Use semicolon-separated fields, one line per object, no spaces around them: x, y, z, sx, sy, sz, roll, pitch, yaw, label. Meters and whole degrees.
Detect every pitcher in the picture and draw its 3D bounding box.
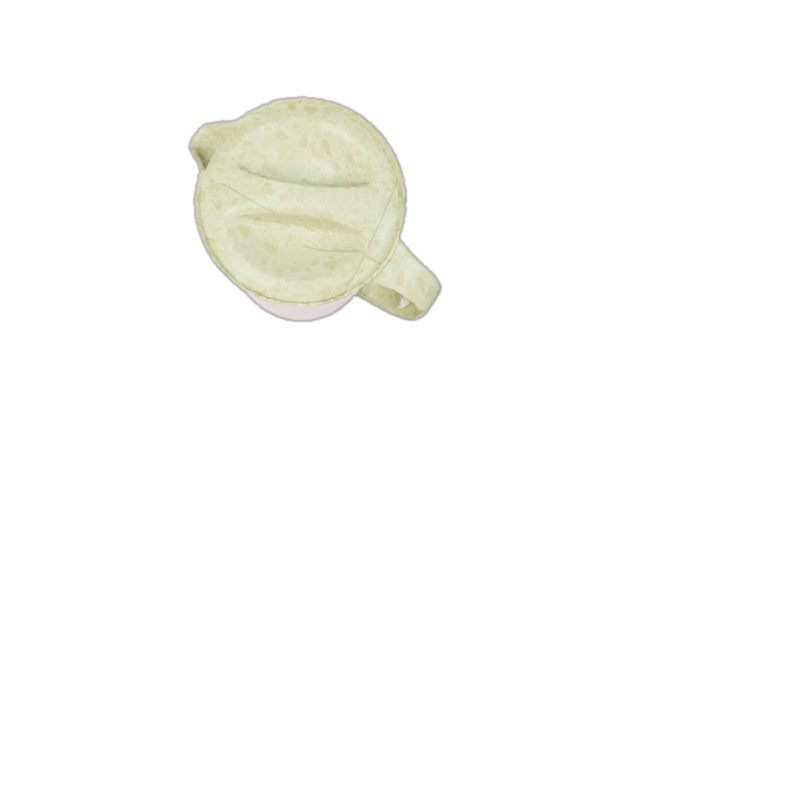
-0.063;-0.115;0.803;0.144;0.152;0.240;-12;-3;-4;pitcher
